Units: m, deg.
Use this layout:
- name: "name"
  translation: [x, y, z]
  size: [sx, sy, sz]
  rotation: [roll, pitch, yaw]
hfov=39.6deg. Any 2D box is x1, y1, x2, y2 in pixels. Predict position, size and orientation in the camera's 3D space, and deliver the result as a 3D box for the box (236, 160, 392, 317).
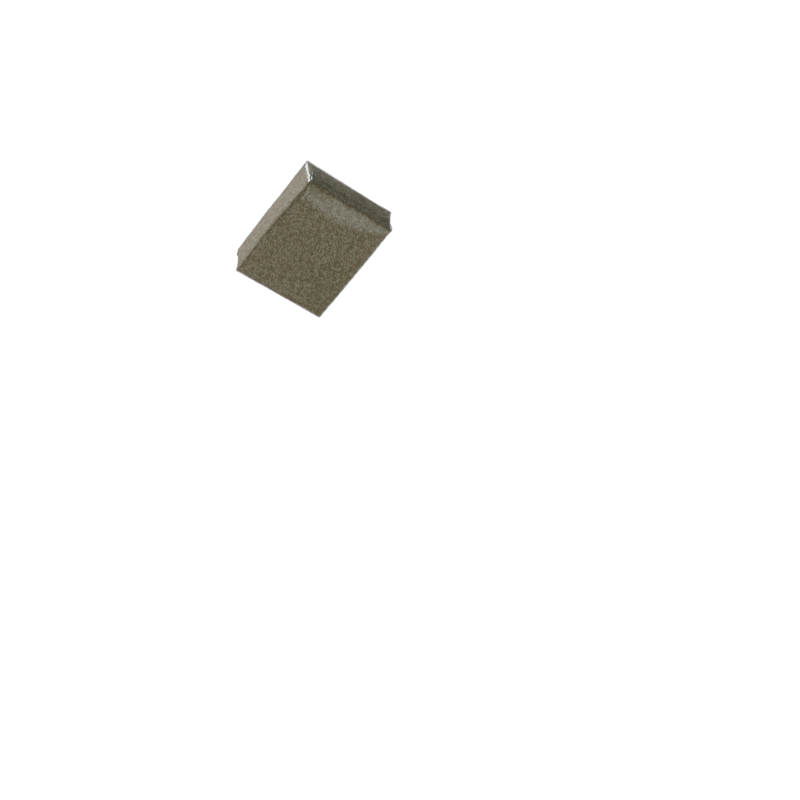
- name: "box"
  translation: [-0.075, -0.136, 0.955]
  size: [0.086, 0.111, 0.042]
  rotation: [31, 30, -21]
